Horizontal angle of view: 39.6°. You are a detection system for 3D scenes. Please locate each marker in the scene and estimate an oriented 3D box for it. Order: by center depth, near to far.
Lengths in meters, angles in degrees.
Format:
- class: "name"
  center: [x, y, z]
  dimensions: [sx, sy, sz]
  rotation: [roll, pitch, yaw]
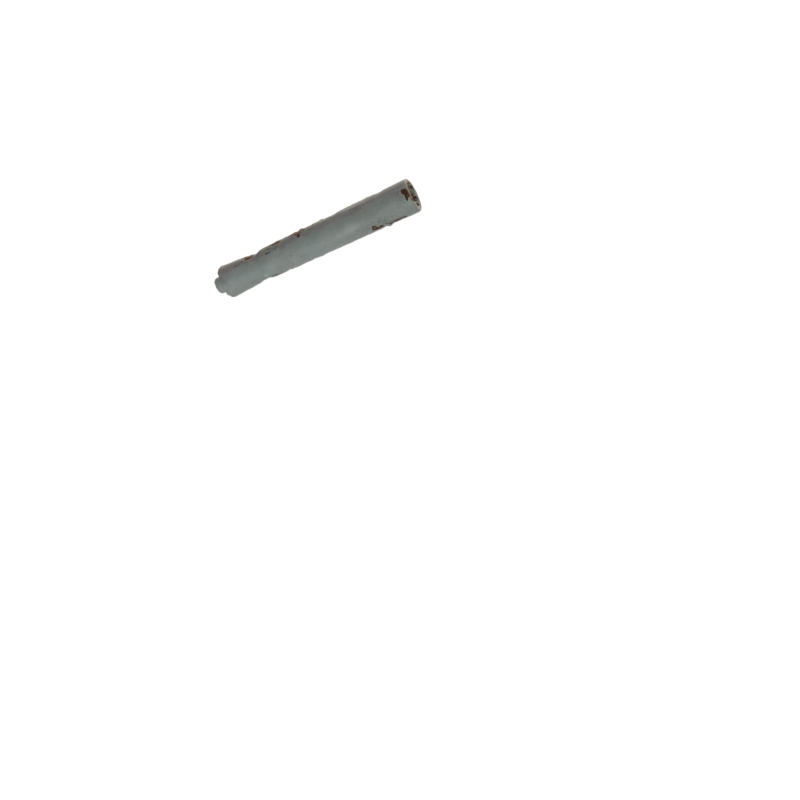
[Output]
- class: "marker"
  center: [-0.046, -0.085, 0.592]
  dimensions: [0.121, 0.020, 0.019]
  rotation: [-22, -3, 18]
